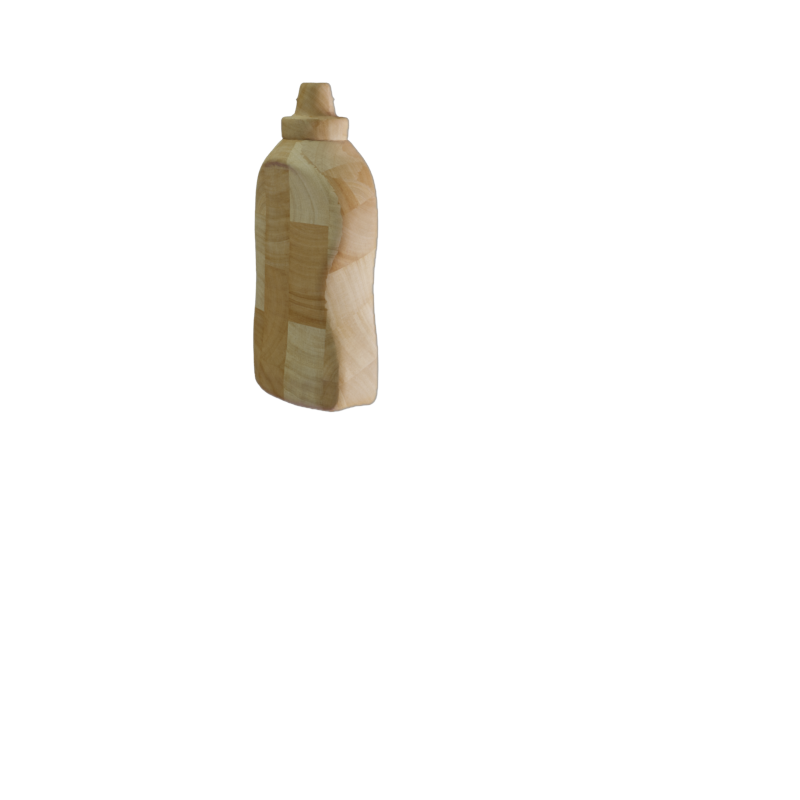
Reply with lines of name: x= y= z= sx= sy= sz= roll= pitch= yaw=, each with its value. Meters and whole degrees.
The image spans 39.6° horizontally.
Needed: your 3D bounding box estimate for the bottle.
bottle: x=-0.052 y=-0.096 z=0.675 sx=0.057 sy=0.188 sz=0.101 roll=-6 pitch=12 yaw=-35
